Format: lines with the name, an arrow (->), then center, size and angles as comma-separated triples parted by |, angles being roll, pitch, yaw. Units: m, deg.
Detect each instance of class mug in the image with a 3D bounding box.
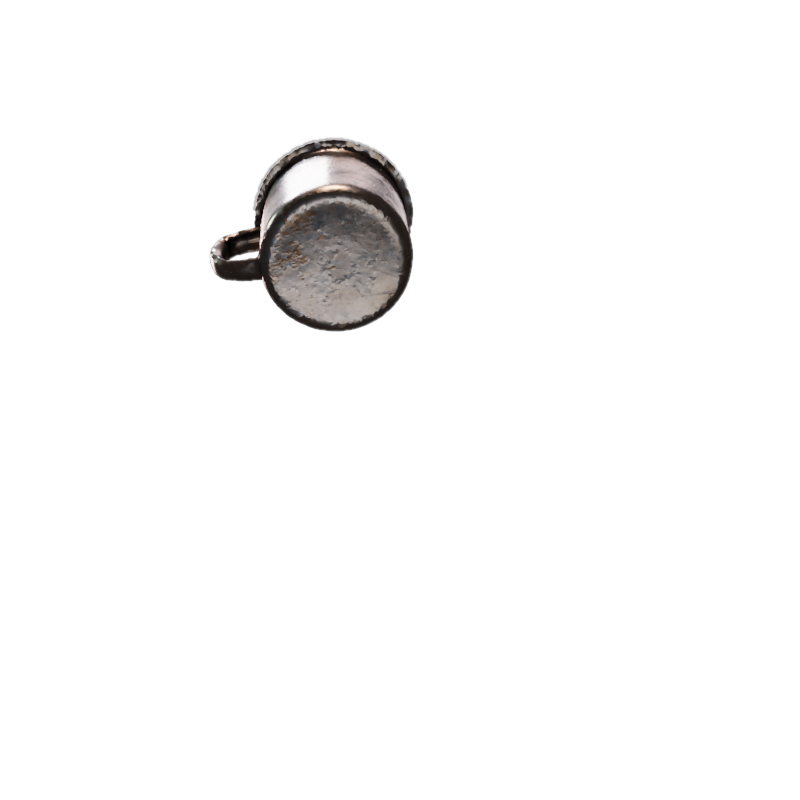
mug -> -0.048, -0.088, 0.613 | 0.117, 0.089, 0.086 | -8, 23, 2
